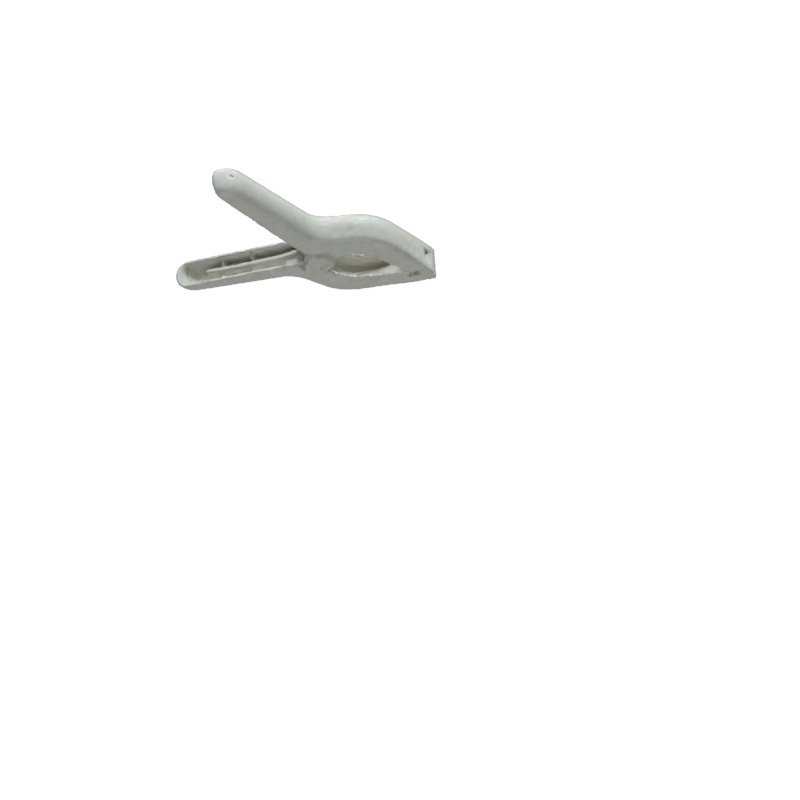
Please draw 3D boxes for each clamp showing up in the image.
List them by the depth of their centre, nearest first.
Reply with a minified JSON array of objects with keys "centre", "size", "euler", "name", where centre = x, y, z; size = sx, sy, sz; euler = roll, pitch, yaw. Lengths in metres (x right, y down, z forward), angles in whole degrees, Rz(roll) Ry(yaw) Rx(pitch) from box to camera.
[{"centre":[-0.069,-0.126,0.883],"size":[0.207,0.038,0.158],"euler":[4,-23,-10],"name":"clamp"}]
